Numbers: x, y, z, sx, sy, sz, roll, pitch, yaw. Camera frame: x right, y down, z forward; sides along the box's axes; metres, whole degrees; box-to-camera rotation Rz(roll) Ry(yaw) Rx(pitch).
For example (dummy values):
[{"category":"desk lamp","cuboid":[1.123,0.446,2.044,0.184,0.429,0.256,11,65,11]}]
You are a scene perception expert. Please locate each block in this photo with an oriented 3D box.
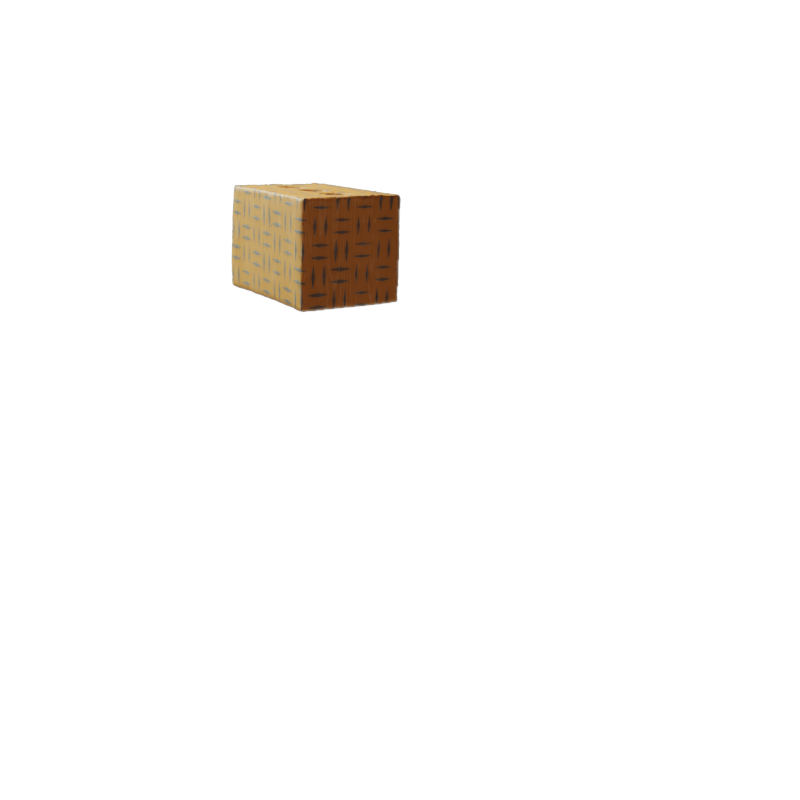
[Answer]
[{"category":"block","cuboid":[-0.041,-0.076,0.529,0.051,0.050,0.082,-7,15,-30]}]
